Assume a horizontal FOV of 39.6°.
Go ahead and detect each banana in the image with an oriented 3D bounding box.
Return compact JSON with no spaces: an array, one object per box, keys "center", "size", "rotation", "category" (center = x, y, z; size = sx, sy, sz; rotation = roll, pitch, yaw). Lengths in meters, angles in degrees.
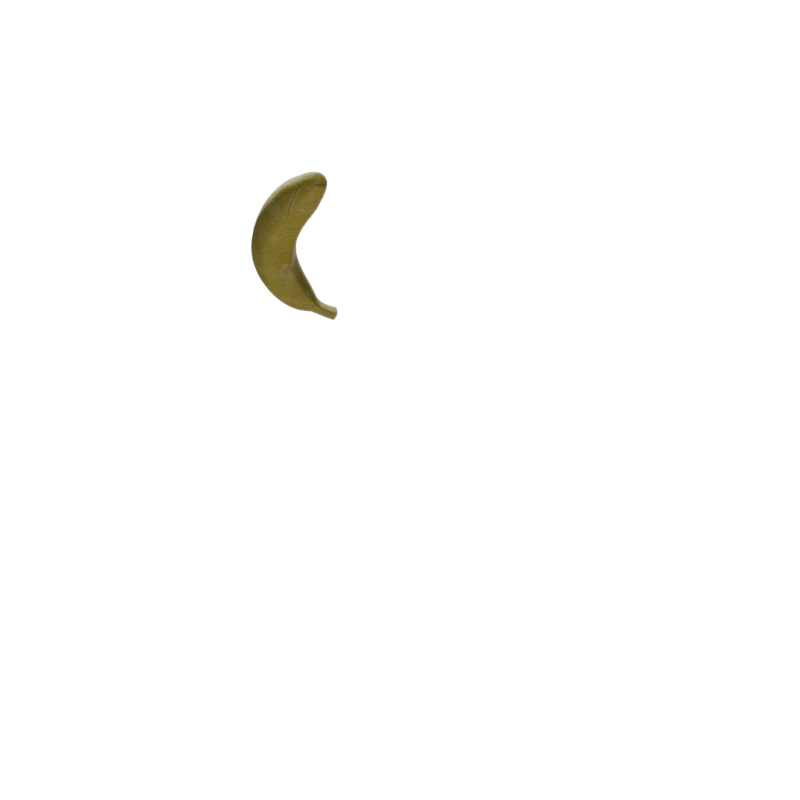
[{"center":[-0.090,-0.129,0.924],"size":[0.070,0.039,0.185],"rotation":[-1,-28,0],"category":"banana"}]
